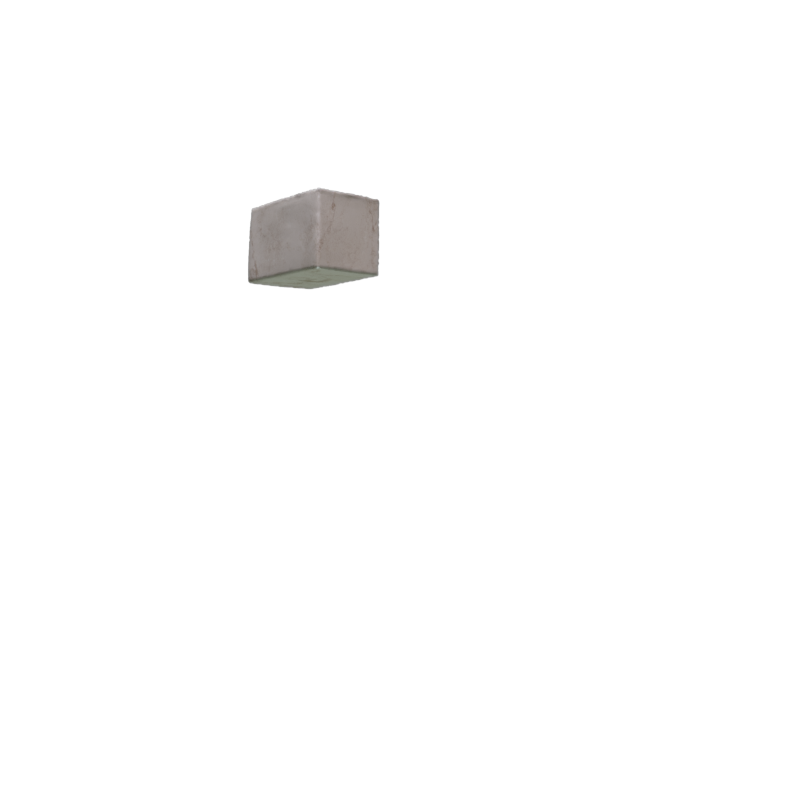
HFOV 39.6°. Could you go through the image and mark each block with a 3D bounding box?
[{"bbox_3d":[-0.057,-0.104,0.728,0.050,0.052,0.080,6,-8,-40],"label":"block"}]
